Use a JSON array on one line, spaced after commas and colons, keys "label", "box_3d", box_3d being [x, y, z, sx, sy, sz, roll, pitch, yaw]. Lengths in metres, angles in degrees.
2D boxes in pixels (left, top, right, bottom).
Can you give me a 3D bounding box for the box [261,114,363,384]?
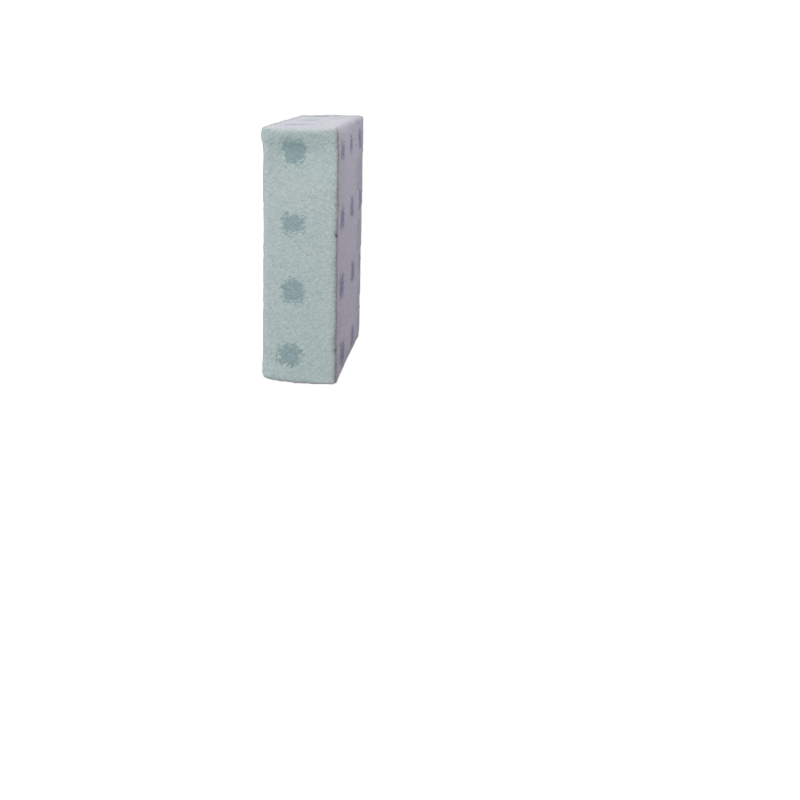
[{"label": "box", "box_3d": [-0.076, -0.139, 0.973, 0.072, 0.208, 0.167, 2, 13, 5]}]
